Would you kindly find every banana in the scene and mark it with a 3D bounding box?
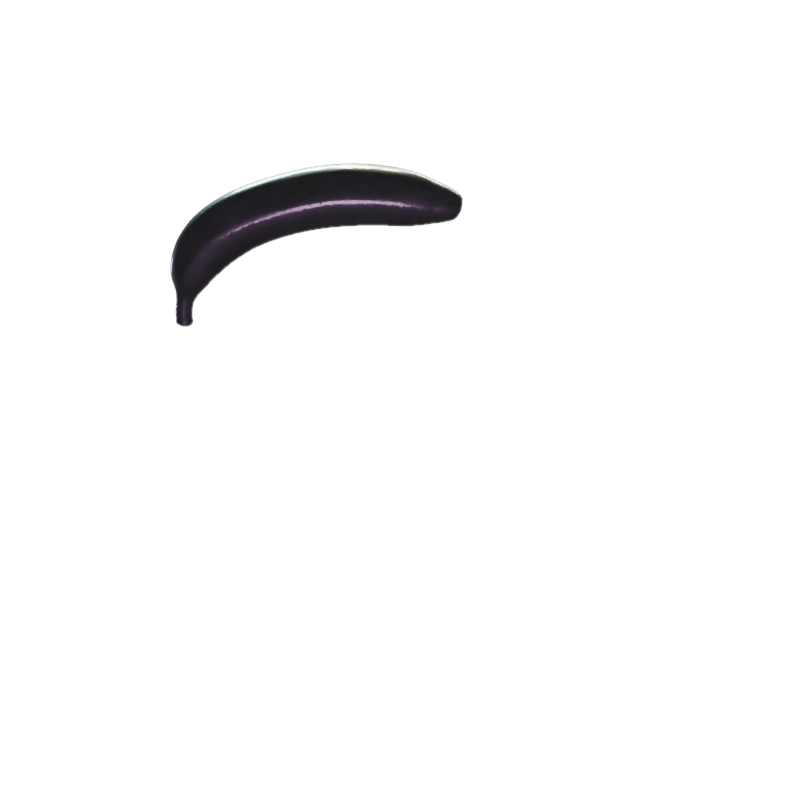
[{"bbox_3d":[-0.064,-0.107,0.673,0.199,0.039,0.064,-19,-49,16],"label":"banana"}]
